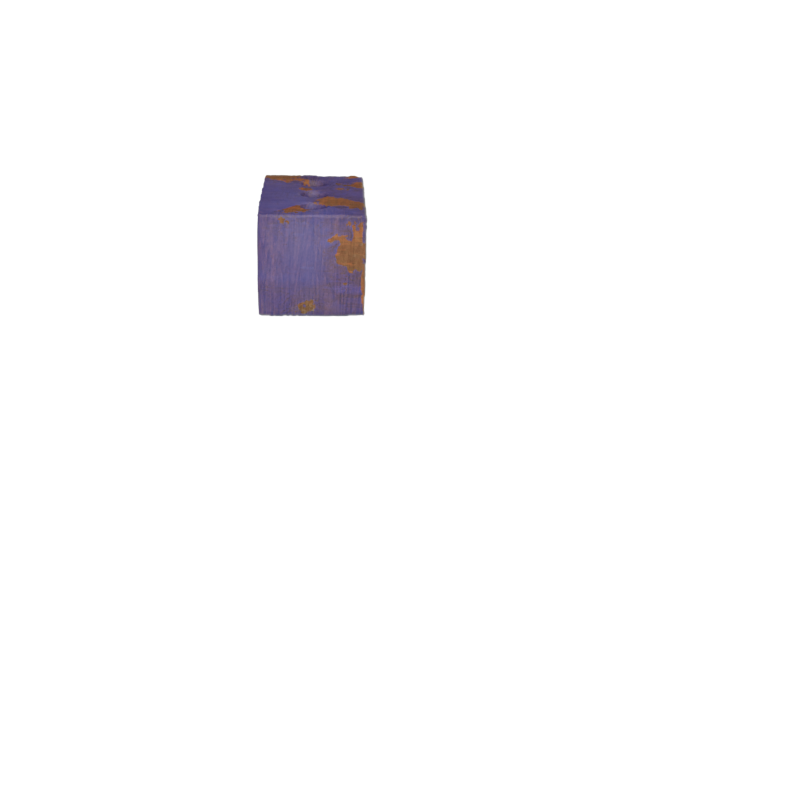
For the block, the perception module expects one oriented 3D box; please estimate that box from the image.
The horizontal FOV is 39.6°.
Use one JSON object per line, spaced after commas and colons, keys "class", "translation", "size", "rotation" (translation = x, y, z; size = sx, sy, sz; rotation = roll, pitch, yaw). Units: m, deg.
{"class": "block", "translation": [-0.043, -0.079, 0.554], "size": [0.053, 0.049, 0.082], "rotation": [0, 23, -3]}
